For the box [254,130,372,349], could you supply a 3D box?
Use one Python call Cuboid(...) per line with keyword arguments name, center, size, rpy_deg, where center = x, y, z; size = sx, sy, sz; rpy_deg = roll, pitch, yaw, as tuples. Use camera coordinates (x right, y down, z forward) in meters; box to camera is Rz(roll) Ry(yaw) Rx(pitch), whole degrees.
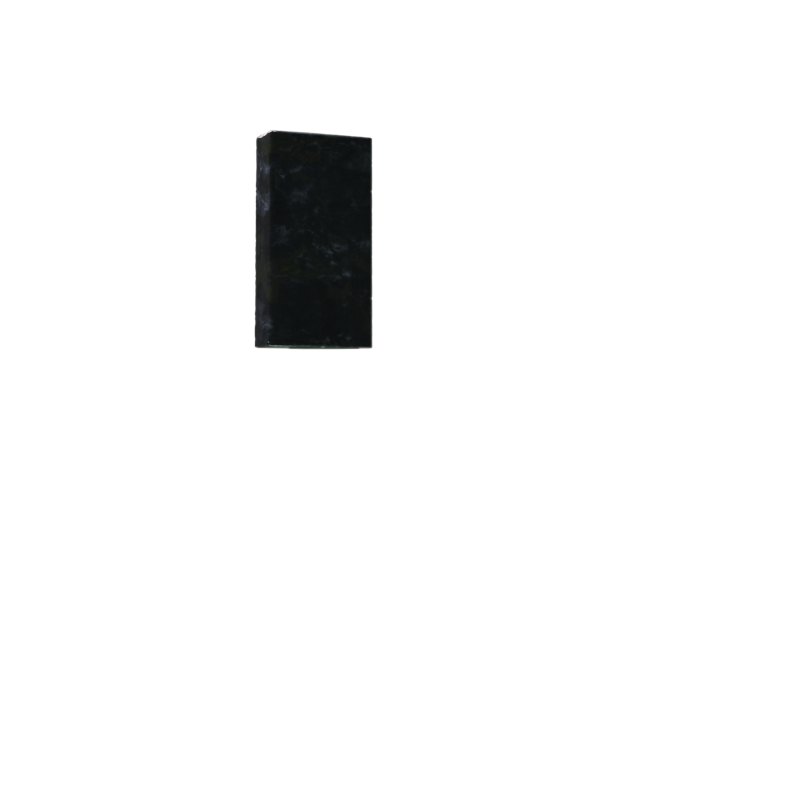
Cuboid(name="box", center=(-0.072, -0.131, 0.916), size=(0.090, 0.179, 0.049), rpy_deg=(2, -7, -24))
